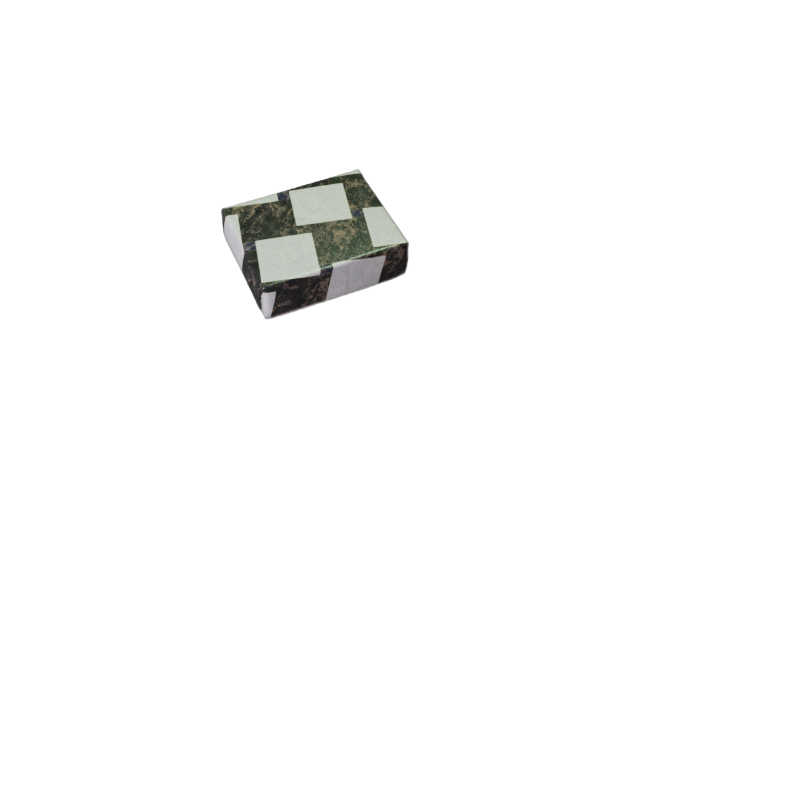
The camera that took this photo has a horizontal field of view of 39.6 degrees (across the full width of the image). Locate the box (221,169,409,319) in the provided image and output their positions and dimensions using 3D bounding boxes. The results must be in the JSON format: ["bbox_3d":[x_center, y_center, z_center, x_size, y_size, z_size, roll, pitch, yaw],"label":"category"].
[{"bbox_3d":[-0.063,-0.114,0.801,0.112,0.097,0.036,-18,-40,-16],"label":"box"}]
